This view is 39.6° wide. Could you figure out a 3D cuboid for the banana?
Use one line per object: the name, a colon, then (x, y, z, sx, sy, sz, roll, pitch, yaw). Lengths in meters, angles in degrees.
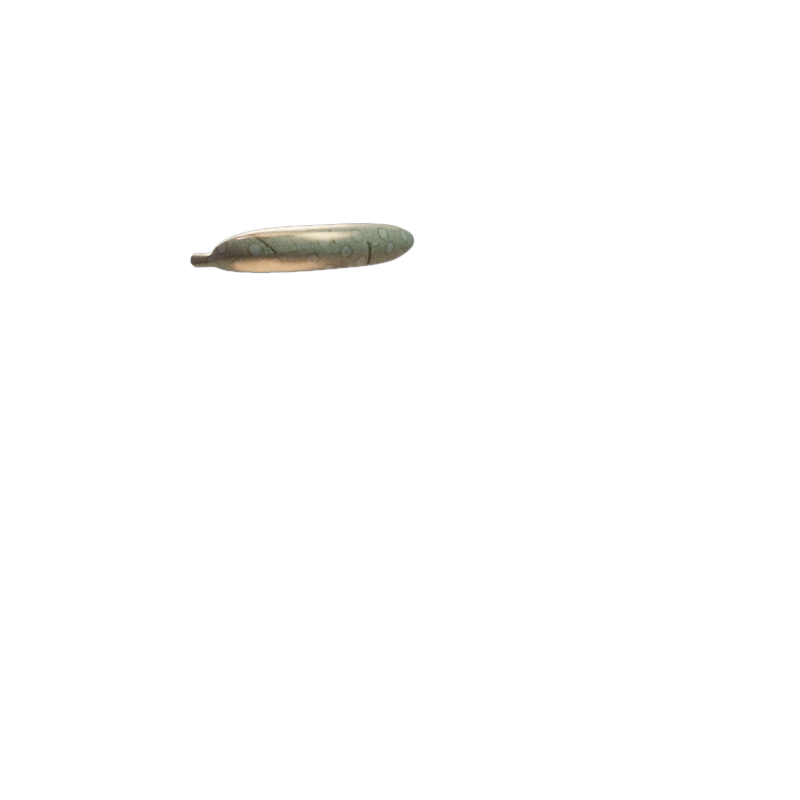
banana: (-0.069, -0.127, 0.909, 0.193, 0.036, 0.073, -6, 16, -20)
